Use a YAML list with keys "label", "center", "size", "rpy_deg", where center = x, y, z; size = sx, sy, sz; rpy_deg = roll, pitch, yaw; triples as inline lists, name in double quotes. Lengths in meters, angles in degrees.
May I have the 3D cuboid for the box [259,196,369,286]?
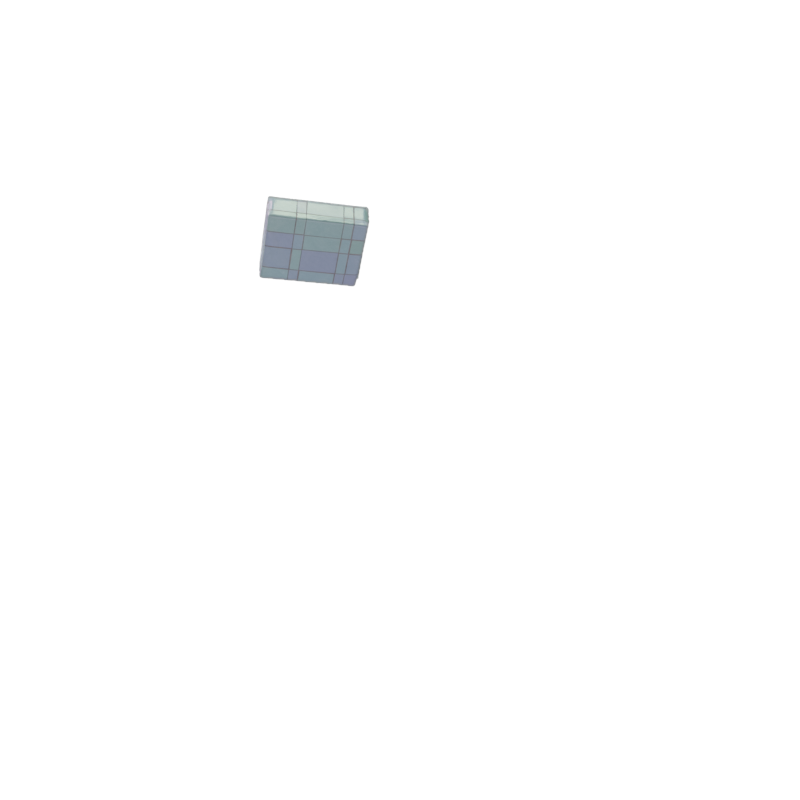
- label: "box"
  center: [-0.076, -0.139, 0.972]
  size: [0.088, 0.032, 0.069]
  rpy_deg: [6, -45, -6]
